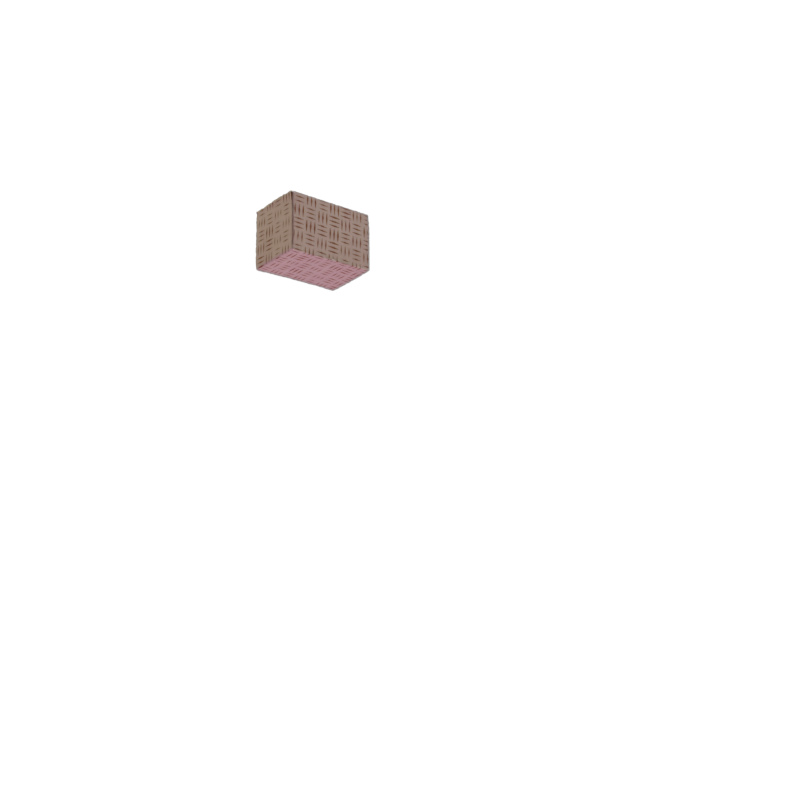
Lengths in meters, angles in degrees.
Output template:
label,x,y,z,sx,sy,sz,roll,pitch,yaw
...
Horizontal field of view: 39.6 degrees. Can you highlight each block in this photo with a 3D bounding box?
label,x,y,z,sx,sy,sz,roll,pitch,yaw
block,-0.069,-0.126,0.883,0.074,0.054,0.053,14,-25,-35
